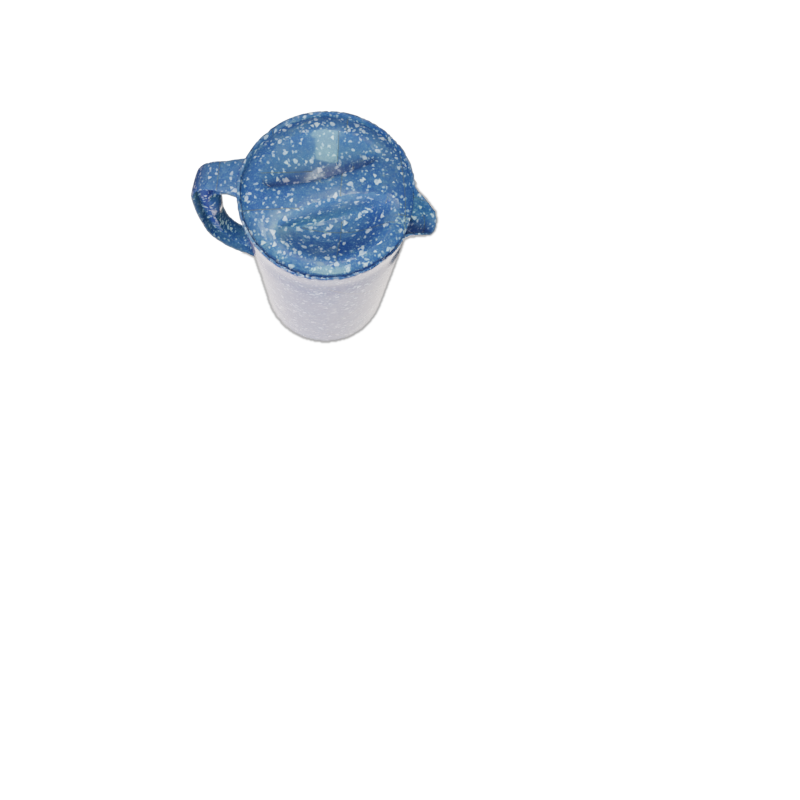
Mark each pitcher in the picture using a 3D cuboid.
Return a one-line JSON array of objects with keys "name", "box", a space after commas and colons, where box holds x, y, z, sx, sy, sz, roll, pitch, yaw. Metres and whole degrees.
[{"name": "pitcher", "box": [-0.072, -0.131, 0.919, 0.145, 0.155, 0.234, -33, -10, -11]}]
